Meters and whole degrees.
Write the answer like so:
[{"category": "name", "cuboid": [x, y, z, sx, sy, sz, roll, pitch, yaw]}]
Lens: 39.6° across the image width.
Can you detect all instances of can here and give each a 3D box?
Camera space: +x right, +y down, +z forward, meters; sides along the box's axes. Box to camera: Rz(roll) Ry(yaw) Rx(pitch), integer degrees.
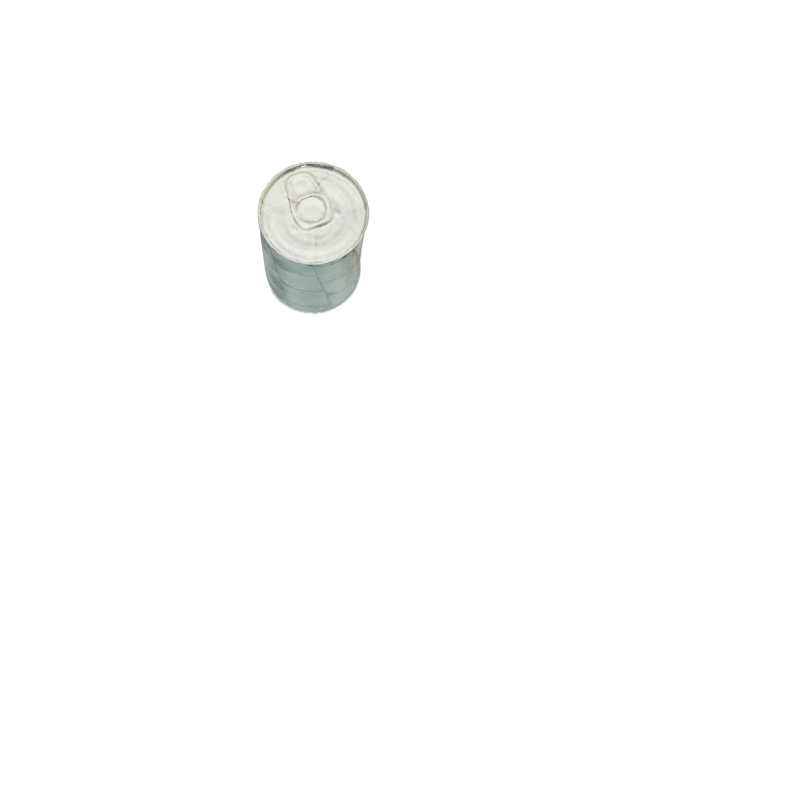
[{"category": "can", "cuboid": [-0.056, -0.103, 0.719, 0.068, 0.072, 0.098, 0, -16, -3]}]
